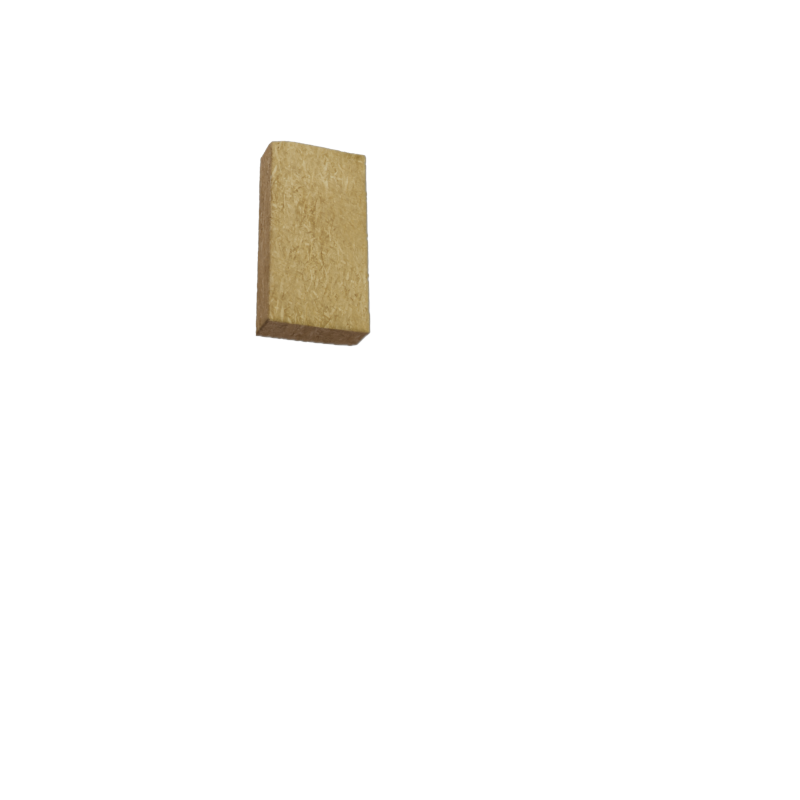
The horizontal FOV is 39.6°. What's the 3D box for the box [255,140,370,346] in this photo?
[{"bbox_3d":[-0.076,-0.139,0.970,0.091,0.186,0.047,6,-24,-19],"label":"box"}]
